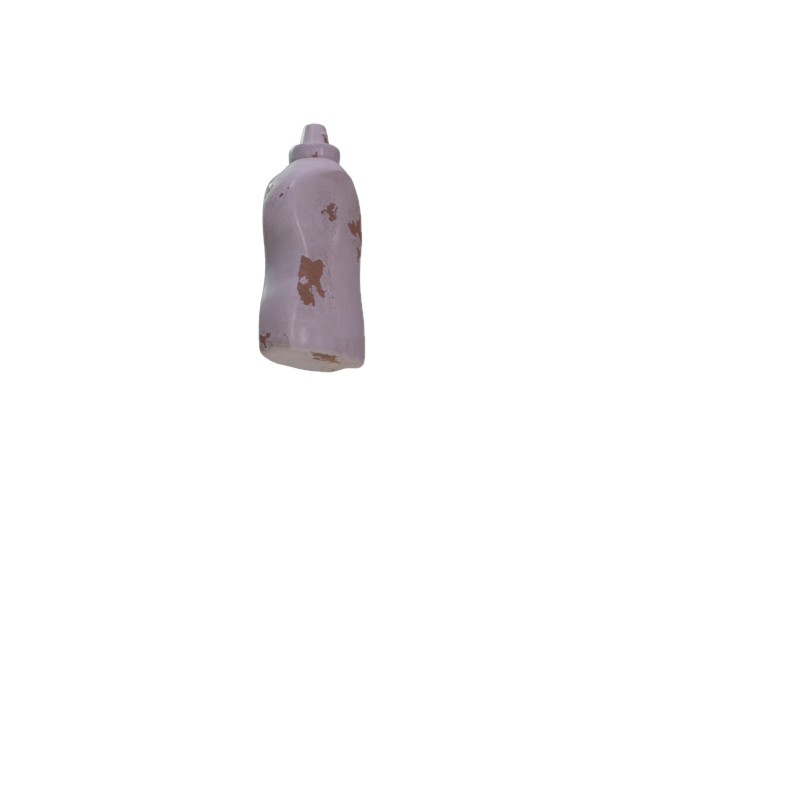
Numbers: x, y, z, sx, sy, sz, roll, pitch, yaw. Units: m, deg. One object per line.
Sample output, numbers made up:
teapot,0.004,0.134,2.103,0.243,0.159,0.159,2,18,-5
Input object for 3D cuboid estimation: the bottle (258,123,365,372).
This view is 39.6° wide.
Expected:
bottle,-0.067,-0.123,0.859,0.059,0.199,0.090,-14,-20,36
